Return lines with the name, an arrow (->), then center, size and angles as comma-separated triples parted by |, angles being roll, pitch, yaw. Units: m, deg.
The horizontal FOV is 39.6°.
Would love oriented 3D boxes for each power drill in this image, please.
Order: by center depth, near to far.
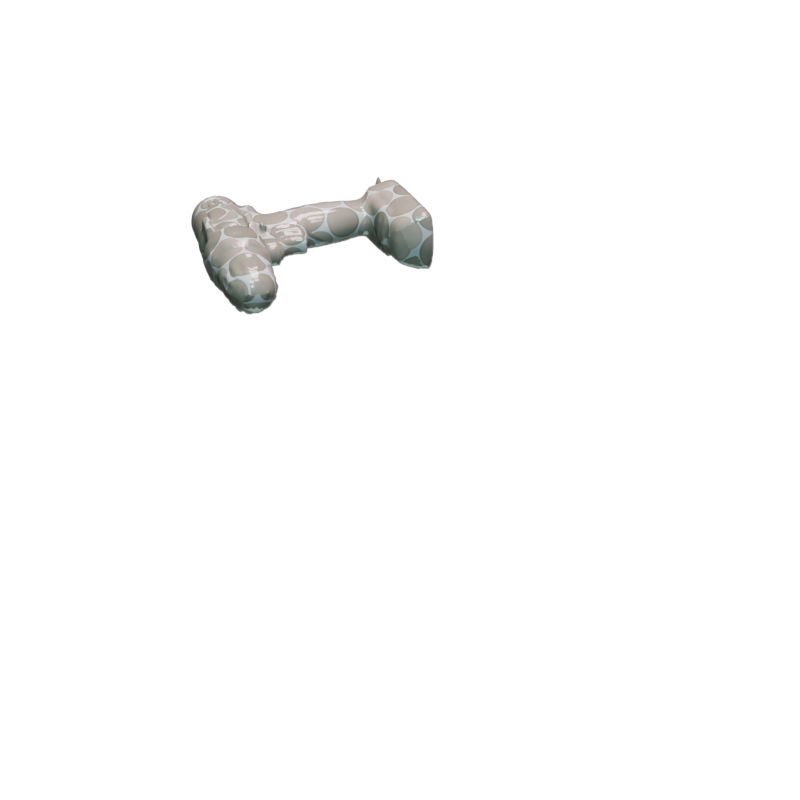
power drill -> -0.072, -0.131, 0.917 | 0.185, 0.054, 0.198 | -9, 31, -15
